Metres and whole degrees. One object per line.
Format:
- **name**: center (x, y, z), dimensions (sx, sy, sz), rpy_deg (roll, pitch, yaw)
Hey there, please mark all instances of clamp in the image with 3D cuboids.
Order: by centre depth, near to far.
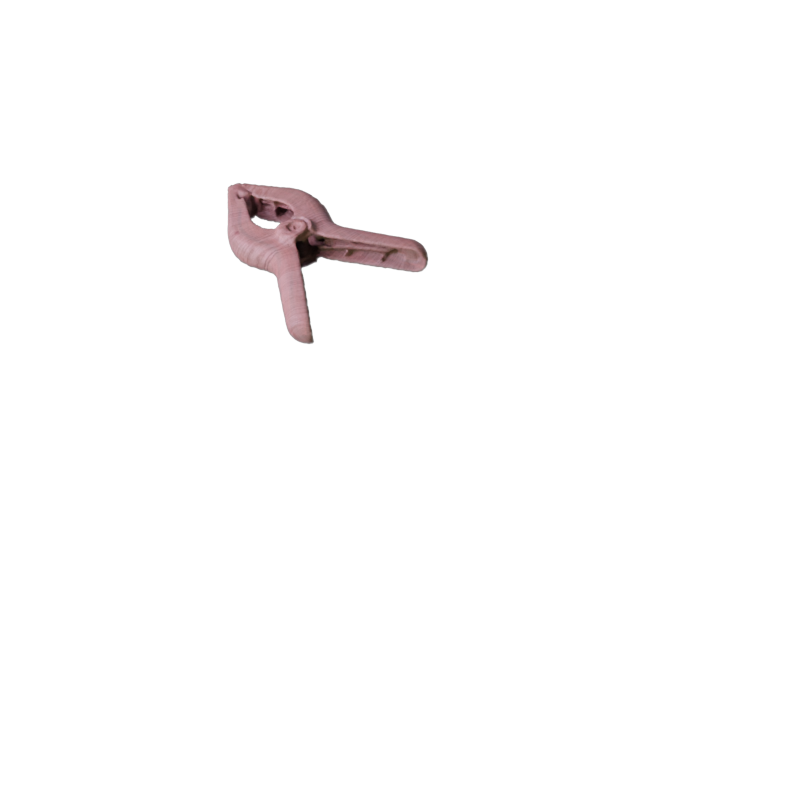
- **clamp**: center (-0.065, -0.118, 0.829), dimensions (0.119, 0.036, 0.185), rpy_deg (-23, 49, -22)
